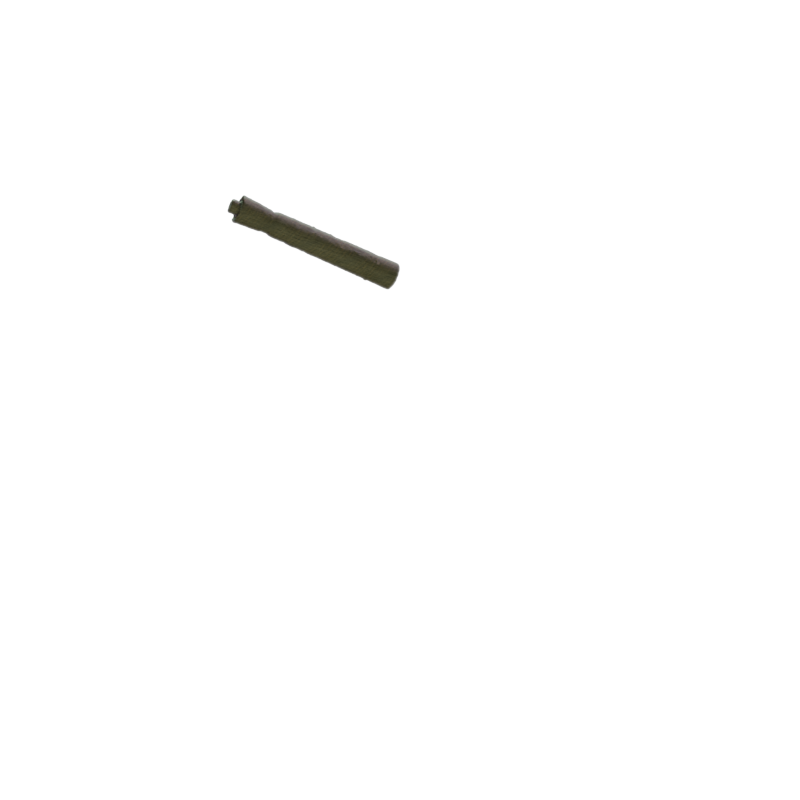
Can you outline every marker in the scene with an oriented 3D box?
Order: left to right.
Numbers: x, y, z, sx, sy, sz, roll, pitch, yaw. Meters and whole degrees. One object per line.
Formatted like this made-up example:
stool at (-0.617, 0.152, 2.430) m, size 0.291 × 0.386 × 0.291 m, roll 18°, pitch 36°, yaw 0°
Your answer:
marker at (-0.057, -0.104, 0.730) m, size 0.117 × 0.020 × 0.020 m, roll 22°, pitch -3°, yaw -14°
